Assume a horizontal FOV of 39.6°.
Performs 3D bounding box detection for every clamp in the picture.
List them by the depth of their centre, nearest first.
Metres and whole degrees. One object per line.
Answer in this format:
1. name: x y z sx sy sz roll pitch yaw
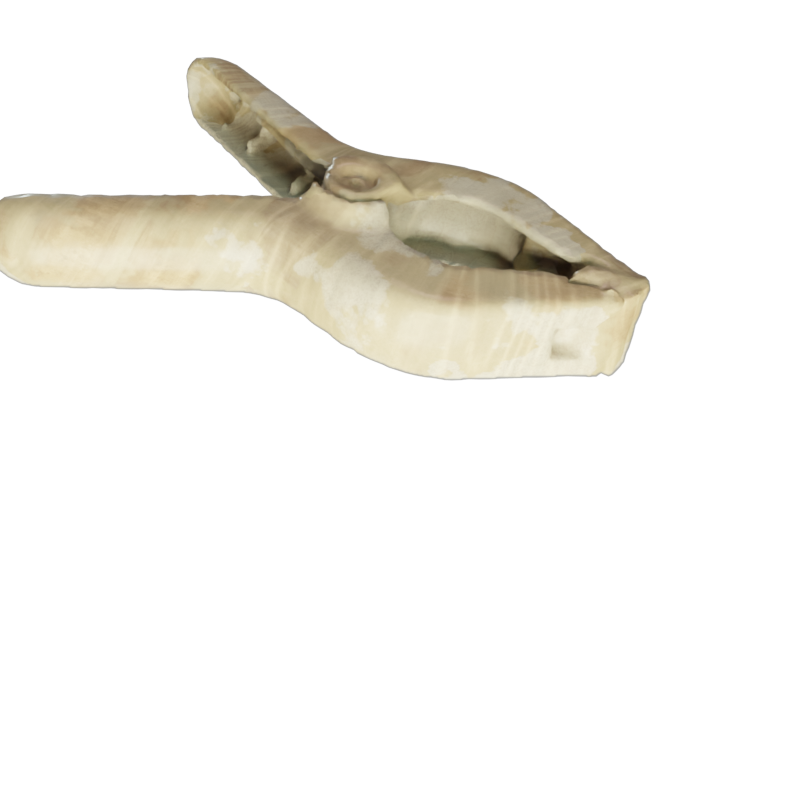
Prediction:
1. clamp: -0.024 -0.044 0.306 0.180 0.036 0.123 24 48 23
